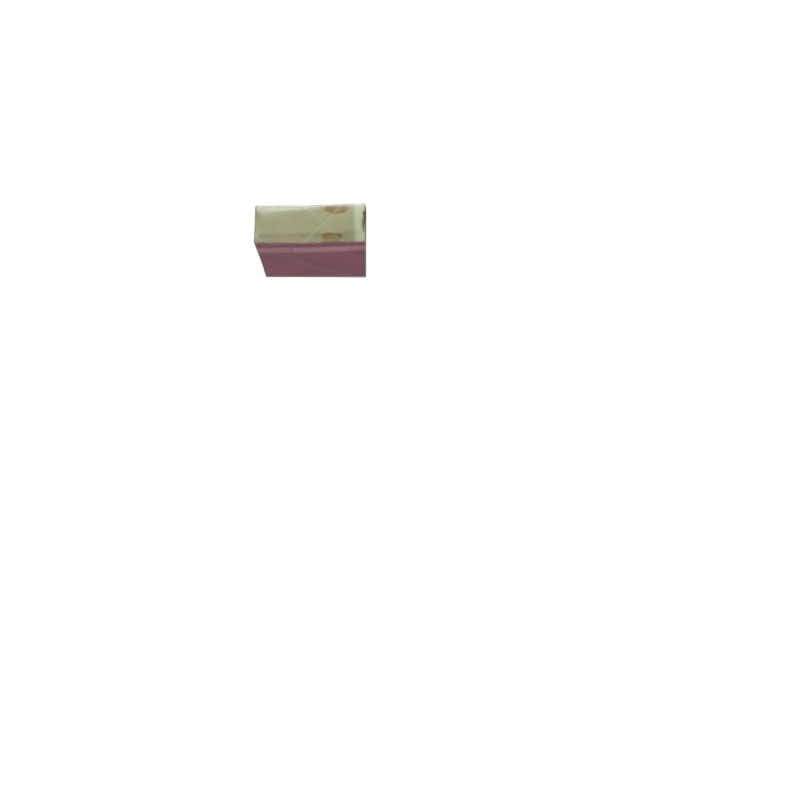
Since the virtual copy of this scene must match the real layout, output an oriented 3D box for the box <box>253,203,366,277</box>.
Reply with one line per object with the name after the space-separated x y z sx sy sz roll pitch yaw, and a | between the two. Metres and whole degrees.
-0.059 -0.108 0.758 0.073 0.031 0.086 0 -9 0 | box
